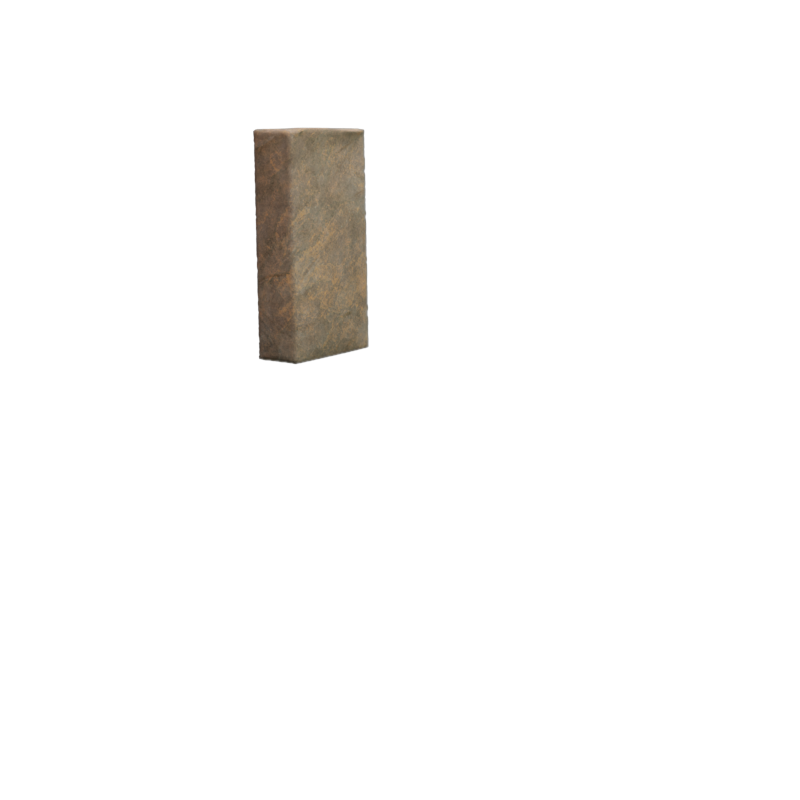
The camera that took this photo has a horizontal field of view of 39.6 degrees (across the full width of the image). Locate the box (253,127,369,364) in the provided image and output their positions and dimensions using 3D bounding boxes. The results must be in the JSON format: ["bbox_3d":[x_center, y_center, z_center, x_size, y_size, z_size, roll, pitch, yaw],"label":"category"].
[{"bbox_3d":[-0.067,-0.123,0.862,0.050,0.173,0.091,6,9,37],"label":"box"}]
